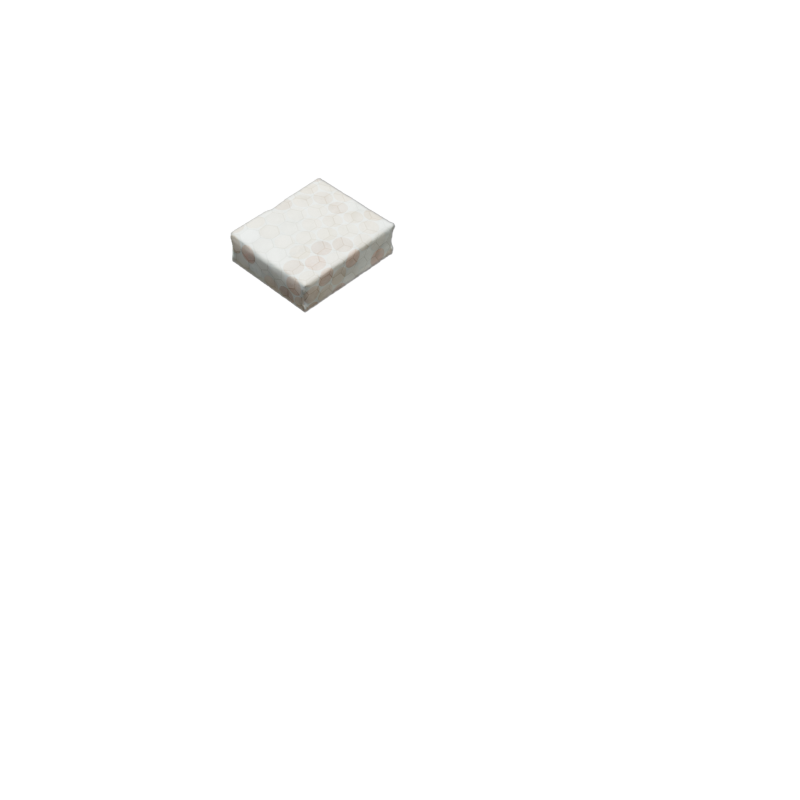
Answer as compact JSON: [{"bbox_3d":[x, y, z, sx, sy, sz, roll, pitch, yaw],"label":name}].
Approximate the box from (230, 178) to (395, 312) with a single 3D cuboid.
[{"bbox_3d":[-0.059,-0.108,0.757,0.078,0.028,0.090,34,55,29],"label":"box"}]
